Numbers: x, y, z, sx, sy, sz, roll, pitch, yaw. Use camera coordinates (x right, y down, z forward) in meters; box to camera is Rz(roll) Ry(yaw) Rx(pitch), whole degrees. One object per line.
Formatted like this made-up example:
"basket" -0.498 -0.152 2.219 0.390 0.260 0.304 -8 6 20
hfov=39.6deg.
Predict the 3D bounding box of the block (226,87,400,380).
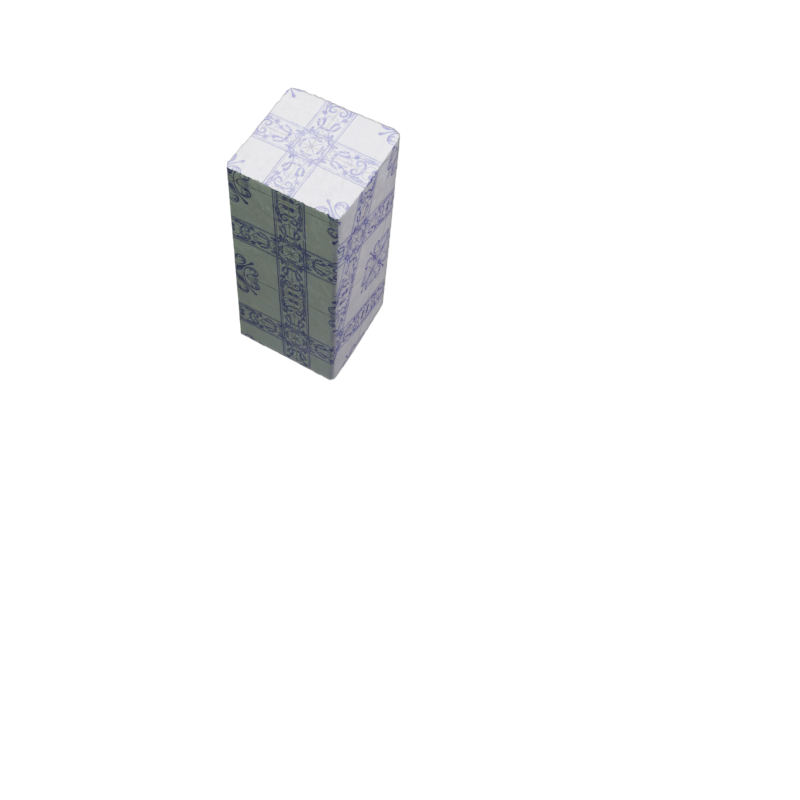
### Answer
"block" -0.064 -0.118 0.825 0.094 0.093 0.193 26 -30 13
